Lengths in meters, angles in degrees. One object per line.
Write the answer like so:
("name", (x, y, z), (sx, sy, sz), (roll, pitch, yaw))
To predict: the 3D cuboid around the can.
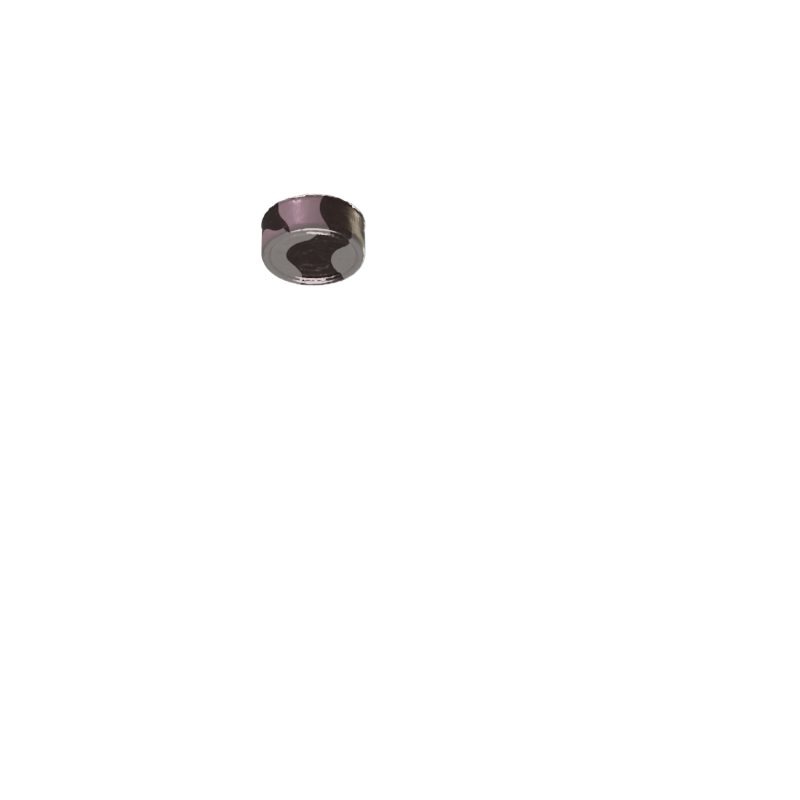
("can", (-0.071, -0.129, 0.902), (0.086, 0.036, 0.081), (1, -30, -2))
